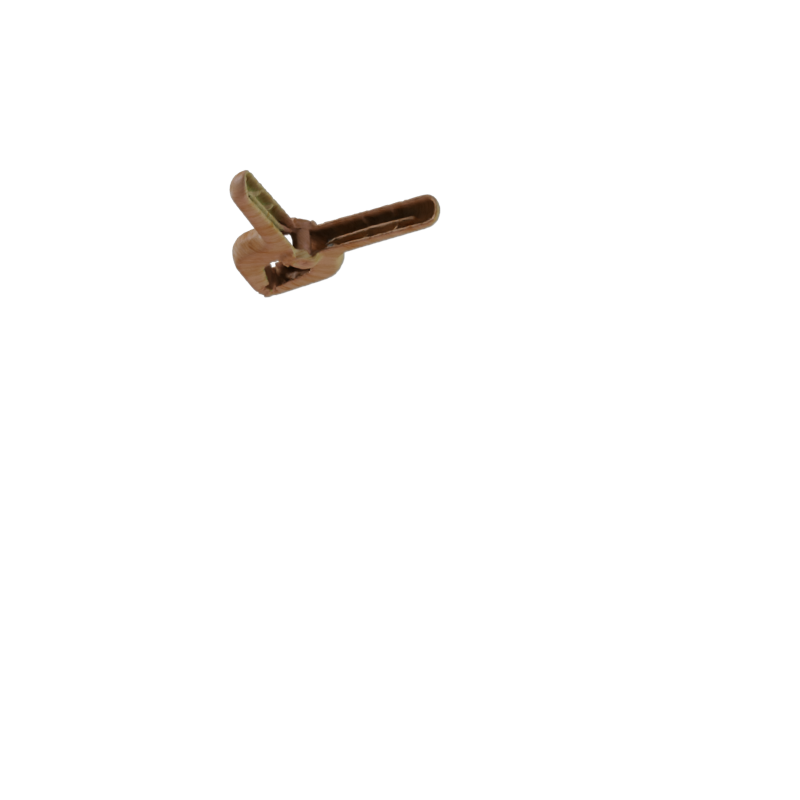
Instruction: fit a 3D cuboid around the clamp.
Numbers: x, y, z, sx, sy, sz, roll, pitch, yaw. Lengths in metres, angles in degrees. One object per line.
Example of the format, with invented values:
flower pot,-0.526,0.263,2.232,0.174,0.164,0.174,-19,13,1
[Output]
clamp,-0.071,-0.129,0.904,0.161,0.038,0.205,4,-16,-15
